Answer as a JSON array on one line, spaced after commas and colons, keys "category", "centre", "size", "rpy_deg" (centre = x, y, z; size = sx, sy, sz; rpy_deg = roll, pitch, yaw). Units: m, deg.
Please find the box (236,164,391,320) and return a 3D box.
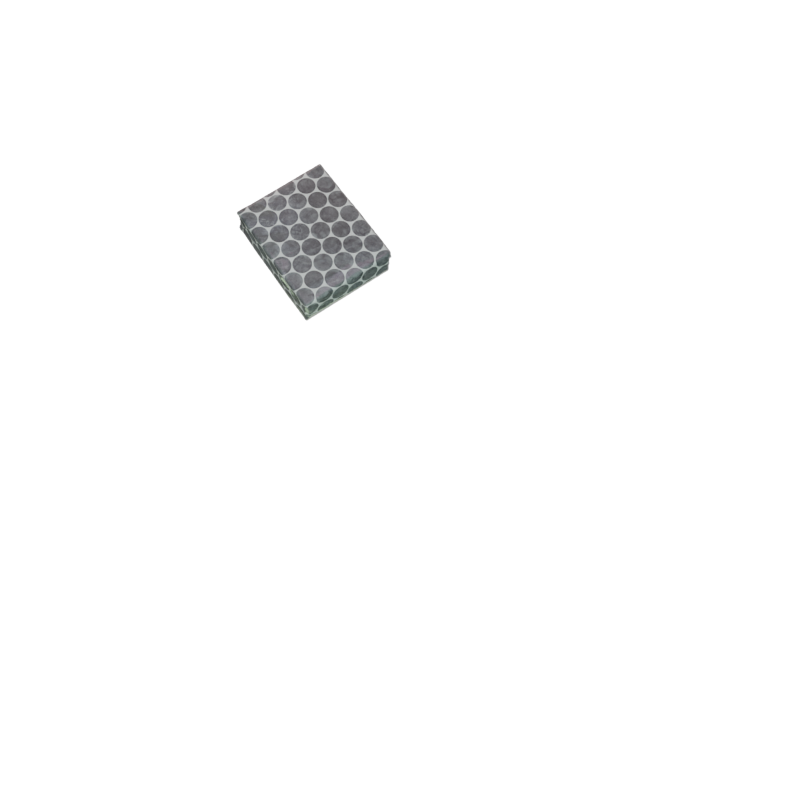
[{"category": "box", "centre": [-0.076, -0.139, 0.976], "size": [0.090, 0.120, 0.037], "rpy_deg": [-32, -23, -16]}]
